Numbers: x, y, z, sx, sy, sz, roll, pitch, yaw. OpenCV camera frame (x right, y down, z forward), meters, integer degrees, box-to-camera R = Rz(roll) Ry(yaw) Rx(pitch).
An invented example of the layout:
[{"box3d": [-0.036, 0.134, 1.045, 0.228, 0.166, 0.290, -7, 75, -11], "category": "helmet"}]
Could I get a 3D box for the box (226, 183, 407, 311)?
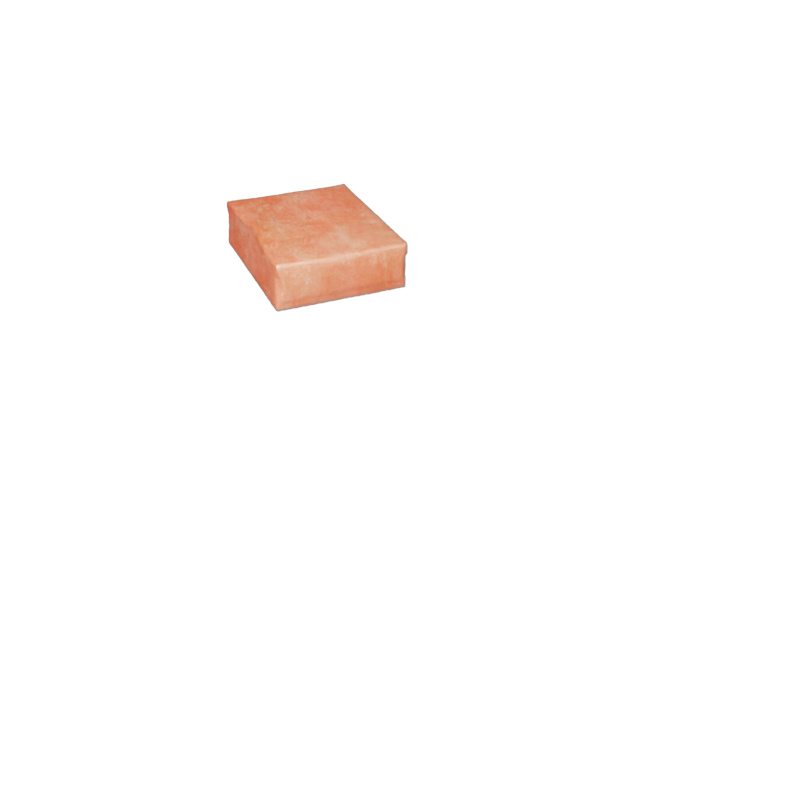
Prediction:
[{"box3d": [-0.047, -0.086, 0.602, 0.072, 0.028, 0.096, -12, 34, -19], "category": "box"}]
